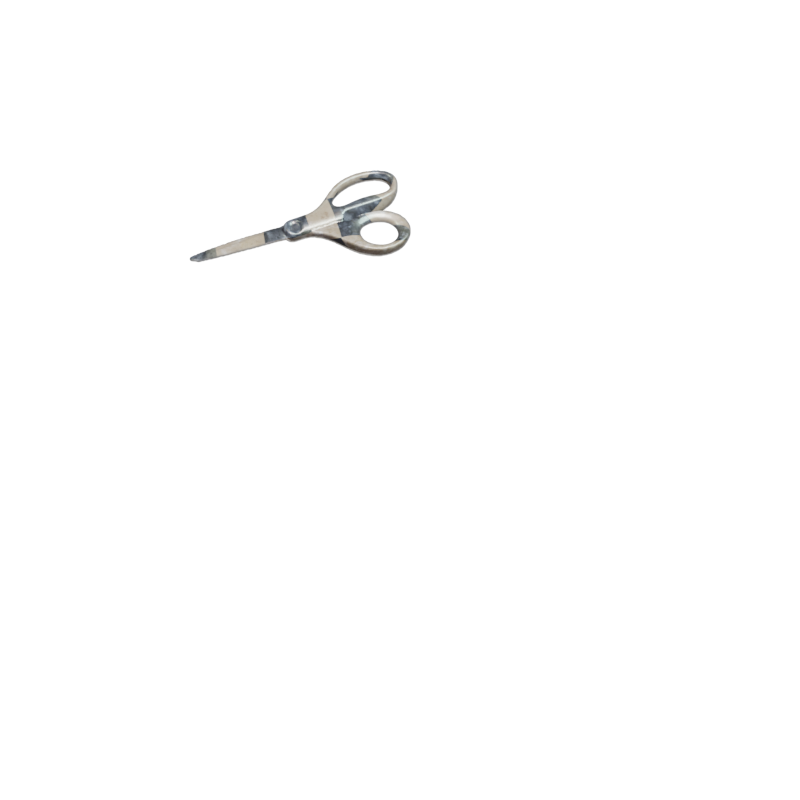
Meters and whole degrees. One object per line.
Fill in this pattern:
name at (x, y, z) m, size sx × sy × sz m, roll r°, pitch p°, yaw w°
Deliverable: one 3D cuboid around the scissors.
scissors at (-0.077, -0.141, 0.989) m, size 0.202 × 0.102 × 0.015 m, roll -32°, pitch -26°, yaw -18°
